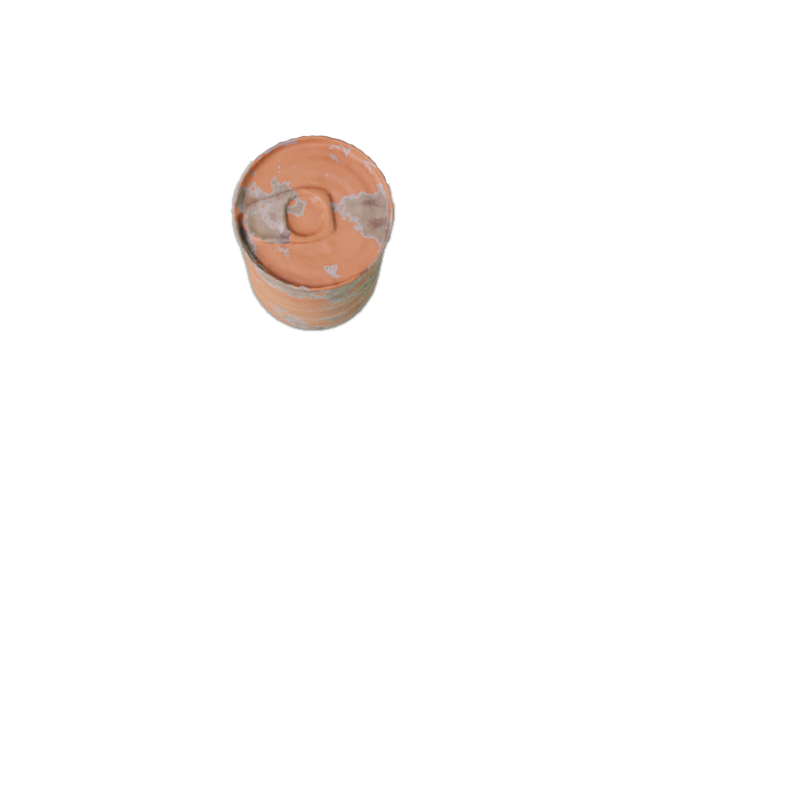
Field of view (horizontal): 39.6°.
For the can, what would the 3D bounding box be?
[{"bbox_3d":[-0.040,-0.073,0.513,0.068,0.071,0.100,0,-9,-3],"label":"can"}]
